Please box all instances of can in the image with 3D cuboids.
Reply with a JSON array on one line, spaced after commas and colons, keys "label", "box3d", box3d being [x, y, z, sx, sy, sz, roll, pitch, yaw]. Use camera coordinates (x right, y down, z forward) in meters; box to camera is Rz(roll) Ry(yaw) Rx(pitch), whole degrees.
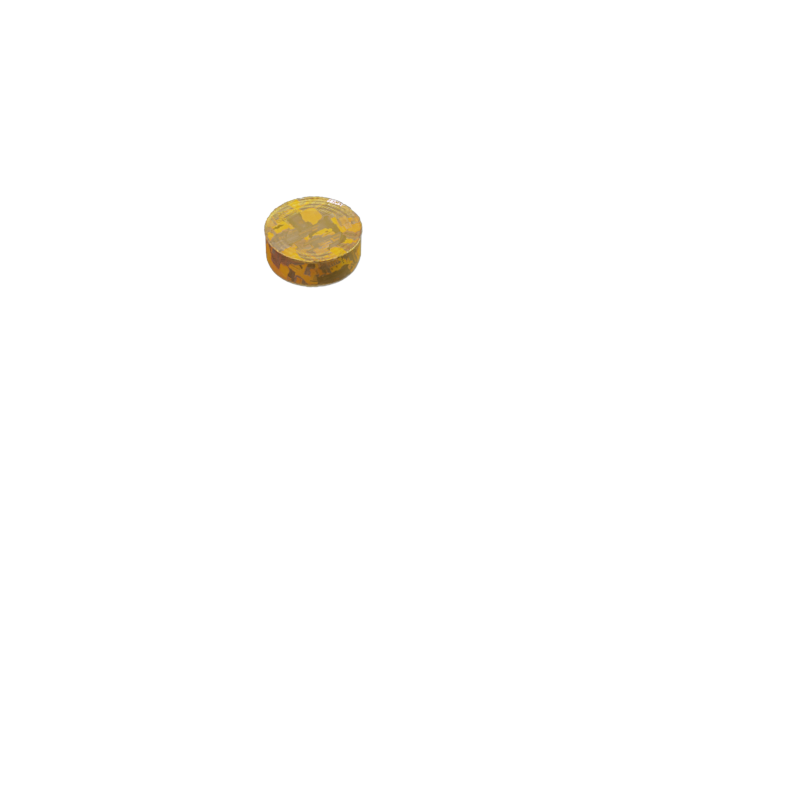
[{"label": "can", "box3d": [-0.076, -0.139, 0.974, 0.086, 0.092, 0.031, -1, -44, -1]}]
